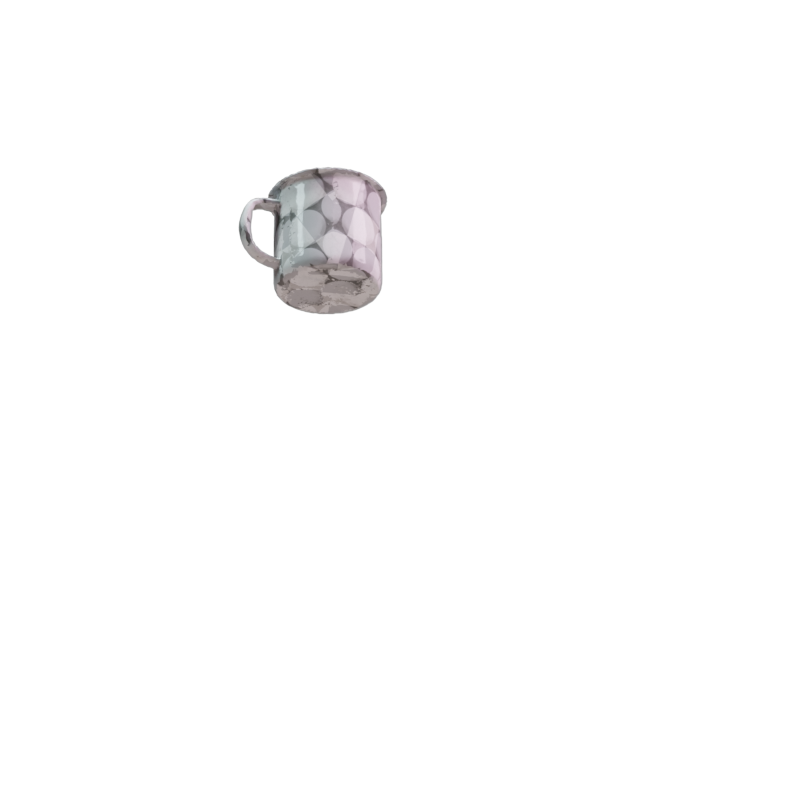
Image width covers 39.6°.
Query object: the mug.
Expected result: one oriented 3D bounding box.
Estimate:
[{"bbox_3d":[-0.066,-0.120,0.838,0.113,0.087,0.091,12,-29,-24],"label":"mug"}]
